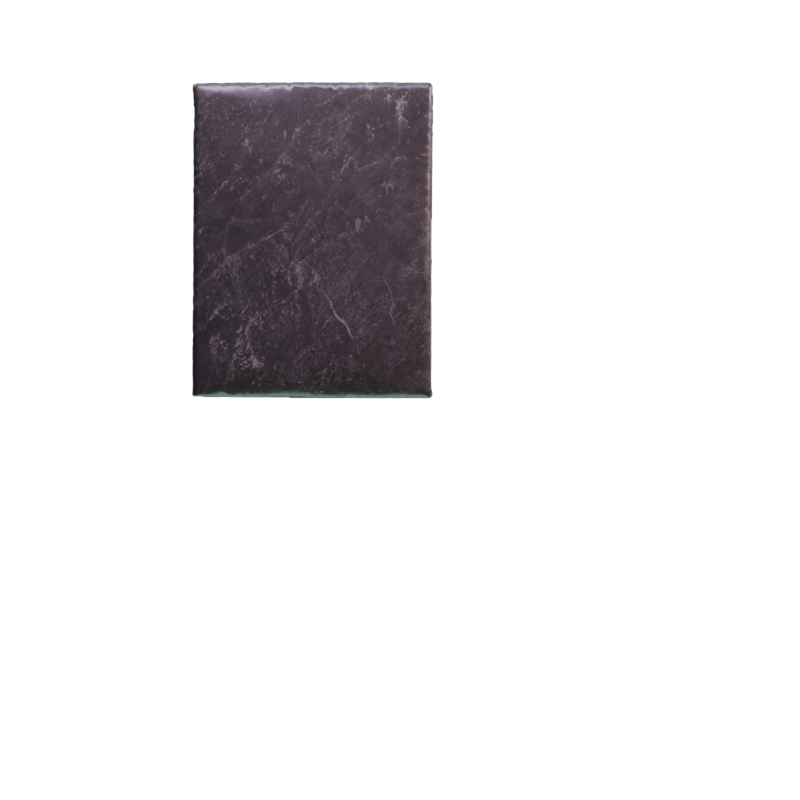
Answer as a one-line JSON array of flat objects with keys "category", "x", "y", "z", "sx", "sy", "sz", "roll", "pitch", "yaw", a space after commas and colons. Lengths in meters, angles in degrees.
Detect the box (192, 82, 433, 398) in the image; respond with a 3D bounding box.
[{"category": "box", "x": -0.061, "y": -0.111, "z": 0.775, "sx": 0.164, "sy": 0.214, "sz": 0.072, "roll": 0, "pitch": -1, "yaw": -1}]
